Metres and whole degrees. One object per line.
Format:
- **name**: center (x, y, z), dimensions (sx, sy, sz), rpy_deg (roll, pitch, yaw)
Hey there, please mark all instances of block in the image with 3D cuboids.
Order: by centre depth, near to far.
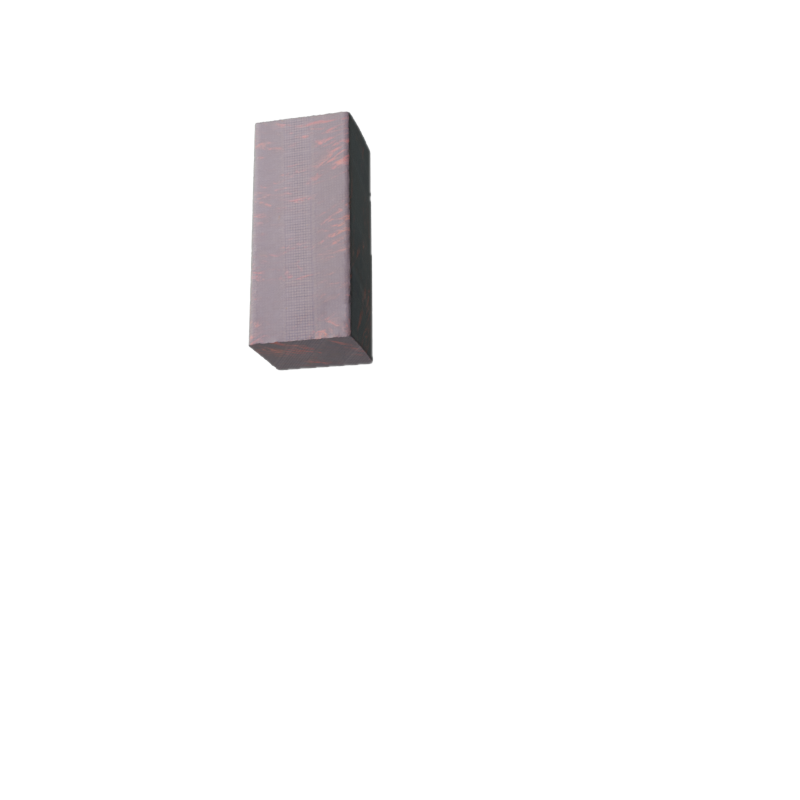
- **block**: center (-0.076, -0.140, 0.981), dimensions (0.092, 0.216, 0.085), rpy_deg (-6, -20, 12)
